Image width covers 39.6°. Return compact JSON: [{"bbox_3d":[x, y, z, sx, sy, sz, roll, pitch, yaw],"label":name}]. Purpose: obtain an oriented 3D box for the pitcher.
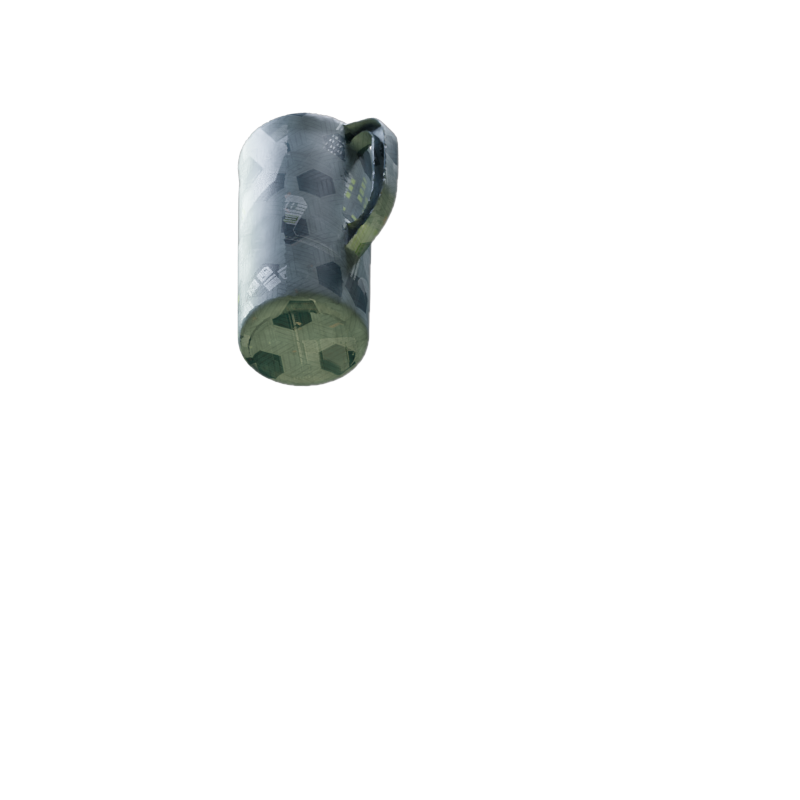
[{"bbox_3d":[-0.077,-0.140,0.982,0.144,0.261,0.139,2,-44,-5],"label":"pitcher"}]
